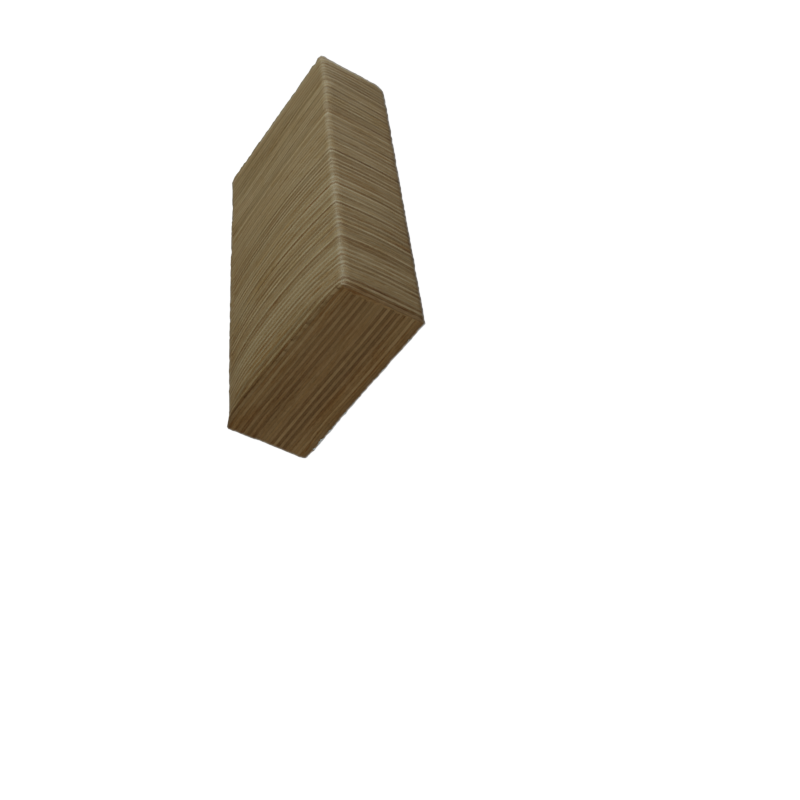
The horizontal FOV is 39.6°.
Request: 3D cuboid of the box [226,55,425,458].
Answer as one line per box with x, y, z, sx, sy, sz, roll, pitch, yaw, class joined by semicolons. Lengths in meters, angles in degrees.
-0.039;-0.072;0.504;0.046;0.189;0.091;26;-54;-25;box
